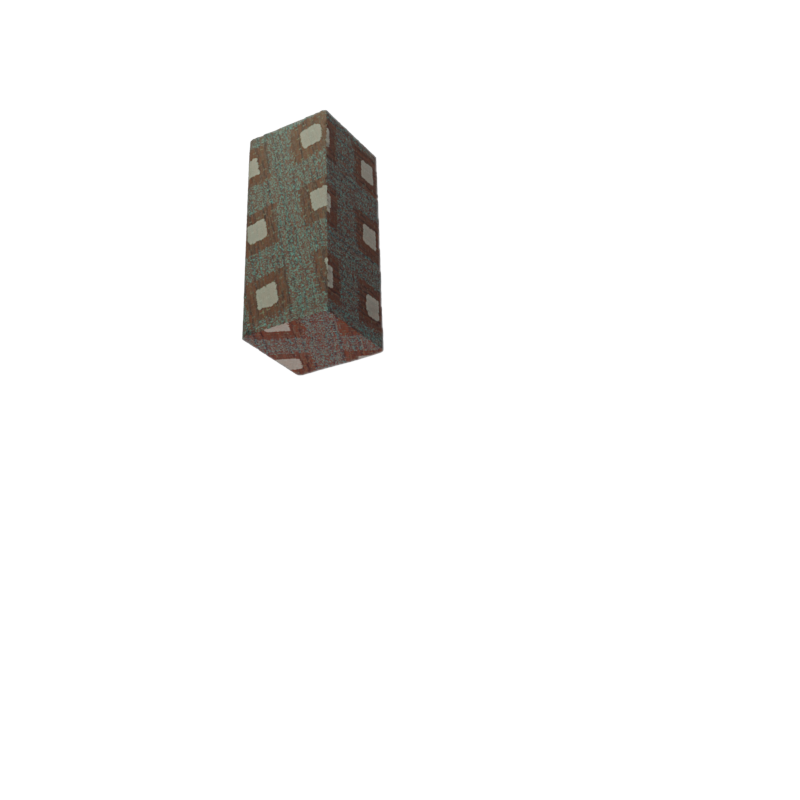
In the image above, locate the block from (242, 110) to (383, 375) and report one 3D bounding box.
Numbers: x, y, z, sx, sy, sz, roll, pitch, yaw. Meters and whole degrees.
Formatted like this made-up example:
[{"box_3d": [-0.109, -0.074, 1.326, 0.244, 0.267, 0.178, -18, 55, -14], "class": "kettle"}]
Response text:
[{"box_3d": [-0.077, -0.140, 0.985, 0.091, 0.220, 0.084, -19, -34, 26], "class": "block"}]
